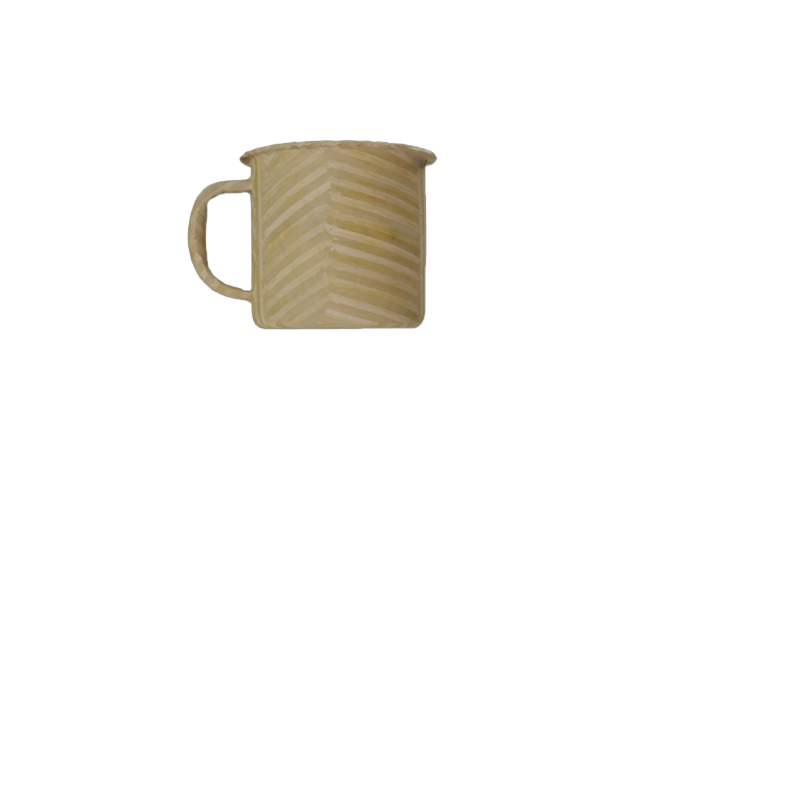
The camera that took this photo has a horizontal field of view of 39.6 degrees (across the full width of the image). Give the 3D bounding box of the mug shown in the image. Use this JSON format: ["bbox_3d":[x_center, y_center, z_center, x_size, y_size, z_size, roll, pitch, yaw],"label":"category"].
[{"bbox_3d":[-0.041,-0.074,0.518,0.115,0.082,0.094,0,0,-14],"label":"mug"}]
